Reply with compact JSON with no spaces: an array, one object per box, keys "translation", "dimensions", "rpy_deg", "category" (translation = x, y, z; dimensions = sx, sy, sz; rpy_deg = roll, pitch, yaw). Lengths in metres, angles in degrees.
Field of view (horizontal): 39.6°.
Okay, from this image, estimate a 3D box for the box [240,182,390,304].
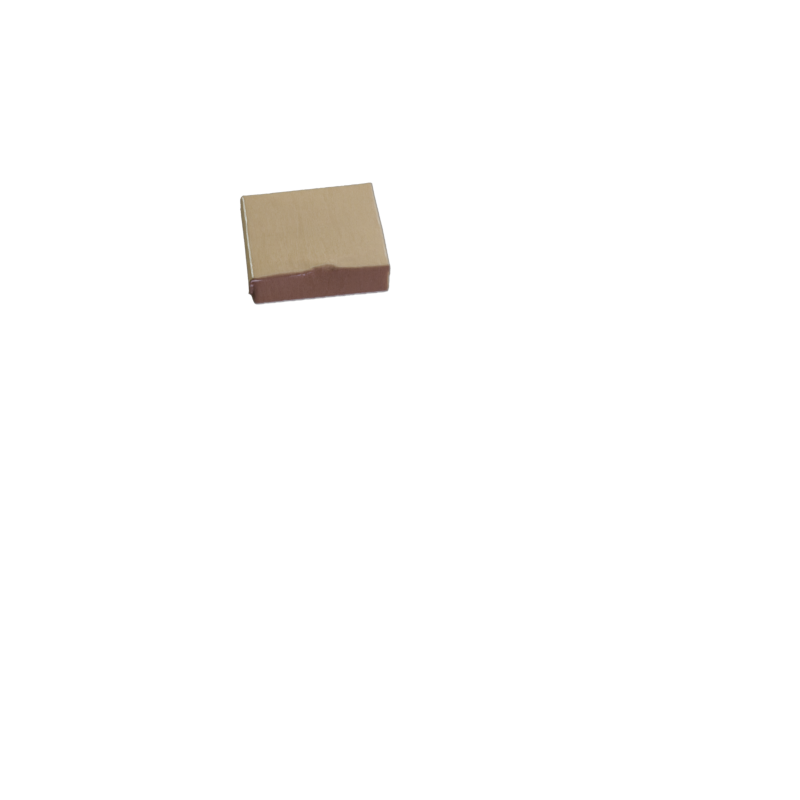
[{"translation":[-0.056,-0.101,0.711],"dimensions":[0.089,0.079,0.028],"rpy_deg":[-6,-38,-5],"category":"box"}]
